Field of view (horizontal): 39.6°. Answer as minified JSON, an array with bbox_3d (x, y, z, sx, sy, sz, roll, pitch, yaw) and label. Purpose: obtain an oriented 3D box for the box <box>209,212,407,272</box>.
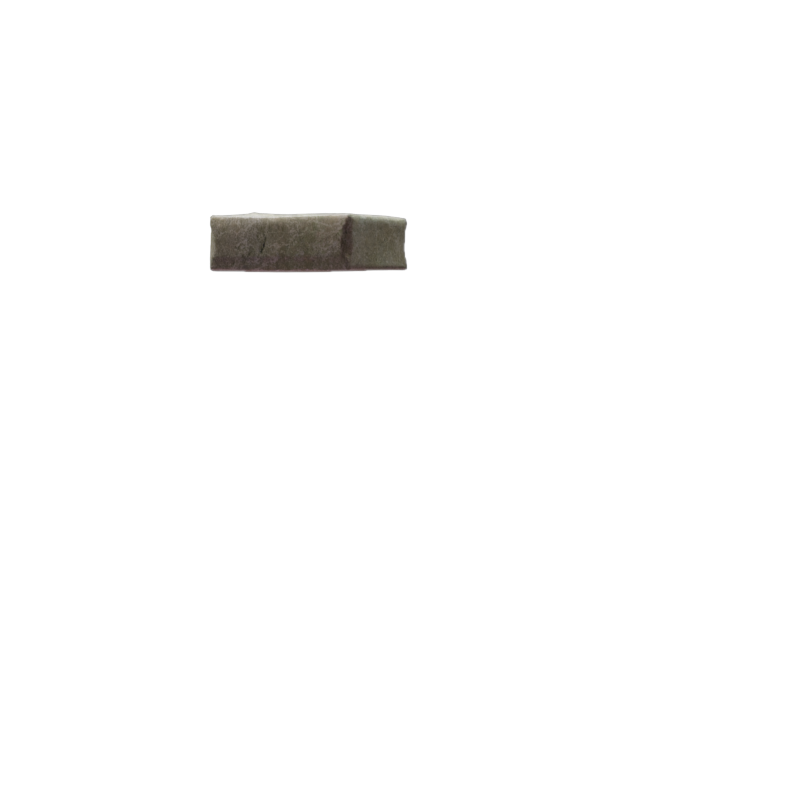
[{"bbox_3d":[-0.044,-0.080,0.559,0.075,0.030,0.088,3,8,20],"label":"box"}]
